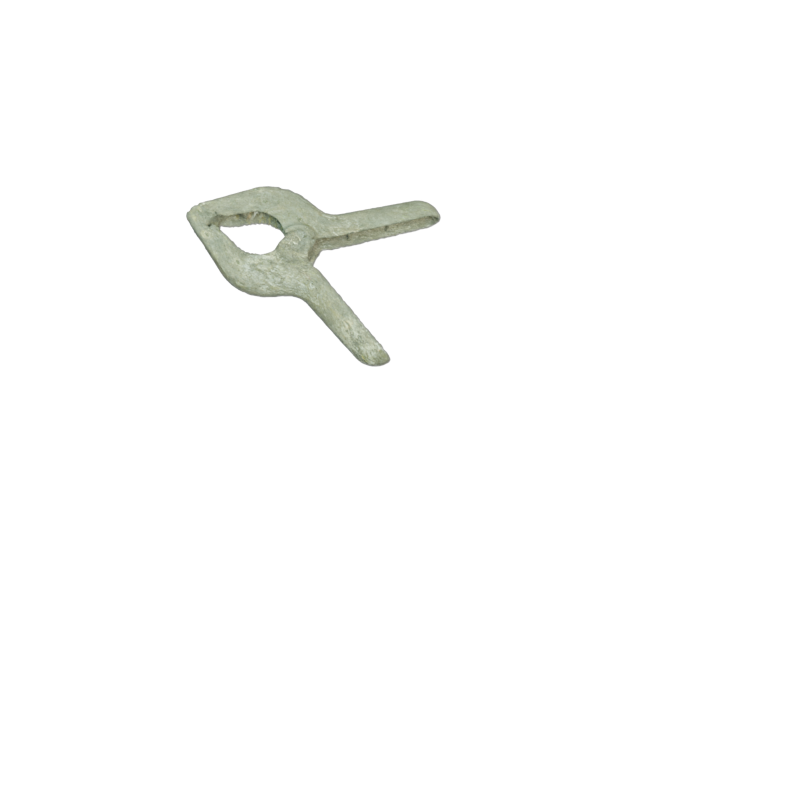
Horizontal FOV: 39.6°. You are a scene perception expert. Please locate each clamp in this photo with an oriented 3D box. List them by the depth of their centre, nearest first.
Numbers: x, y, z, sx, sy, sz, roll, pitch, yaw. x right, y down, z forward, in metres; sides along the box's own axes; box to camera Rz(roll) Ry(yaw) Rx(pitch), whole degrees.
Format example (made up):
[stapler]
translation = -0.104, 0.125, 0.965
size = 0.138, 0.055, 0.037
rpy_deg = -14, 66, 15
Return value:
[clamp]
translation = -0.060, -0.109, 0.762
size = 0.176, 0.123, 0.037
rpy_deg = 27, -22, 12
